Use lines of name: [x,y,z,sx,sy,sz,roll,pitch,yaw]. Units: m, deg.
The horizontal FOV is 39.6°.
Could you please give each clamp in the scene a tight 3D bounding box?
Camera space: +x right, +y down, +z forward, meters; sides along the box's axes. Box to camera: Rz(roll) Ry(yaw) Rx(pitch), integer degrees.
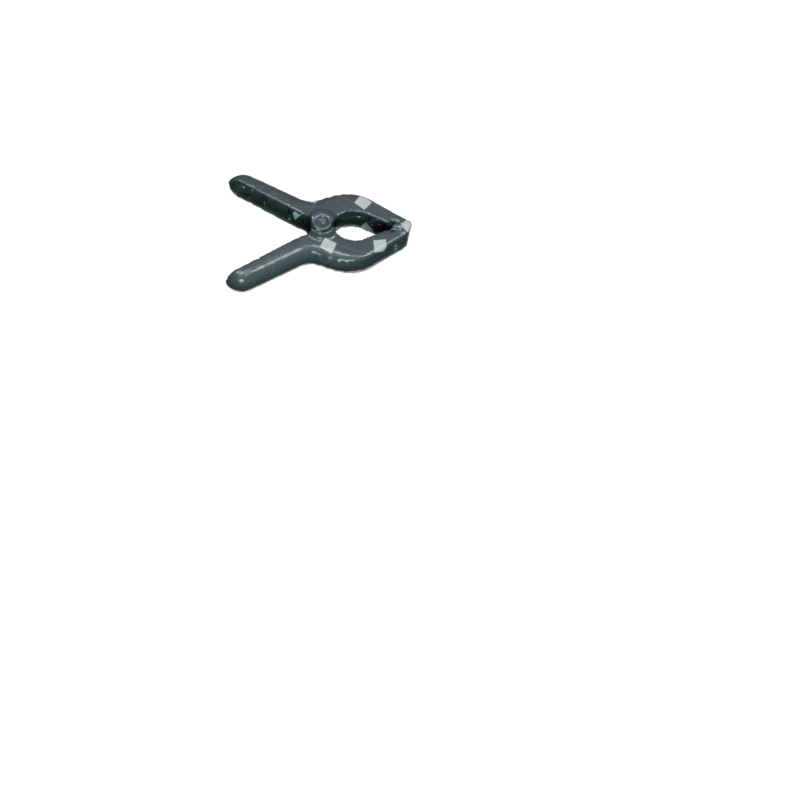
clamp: [-0.078,-0.142,0.994,0.172,0.126,0.037,6,-26,3]
